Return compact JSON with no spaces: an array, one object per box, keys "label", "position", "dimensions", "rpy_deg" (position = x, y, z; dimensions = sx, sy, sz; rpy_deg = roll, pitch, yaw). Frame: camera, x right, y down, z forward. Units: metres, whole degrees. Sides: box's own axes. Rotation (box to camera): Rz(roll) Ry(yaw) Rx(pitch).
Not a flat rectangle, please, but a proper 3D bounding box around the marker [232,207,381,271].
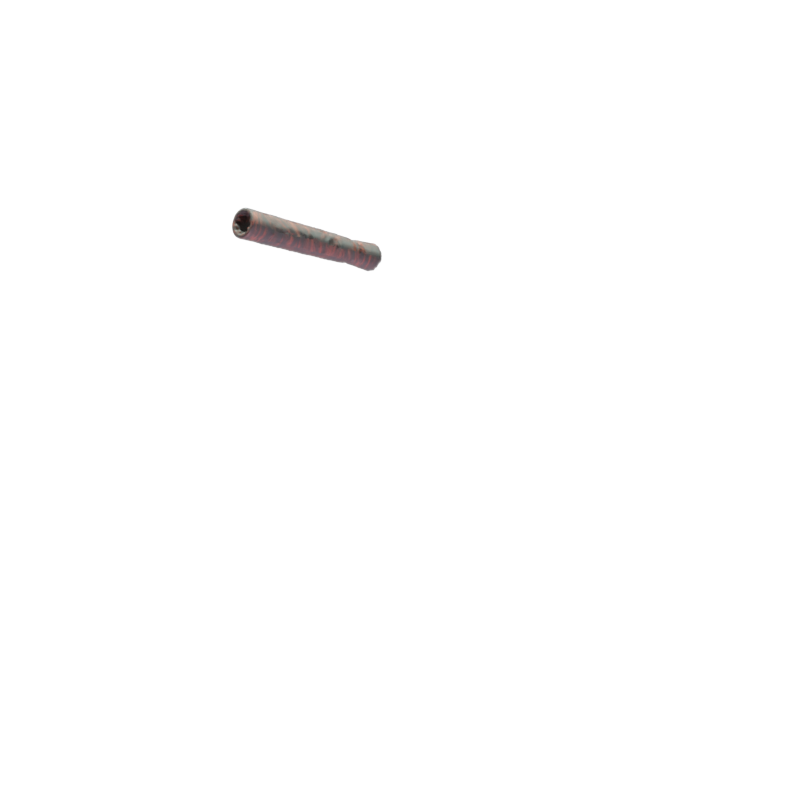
[{"label":"marker","position":[-0.055,-0.100,0.698],"dimensions":[0.021,0.020,0.115],"rpy_deg":[4,-3,44]}]
